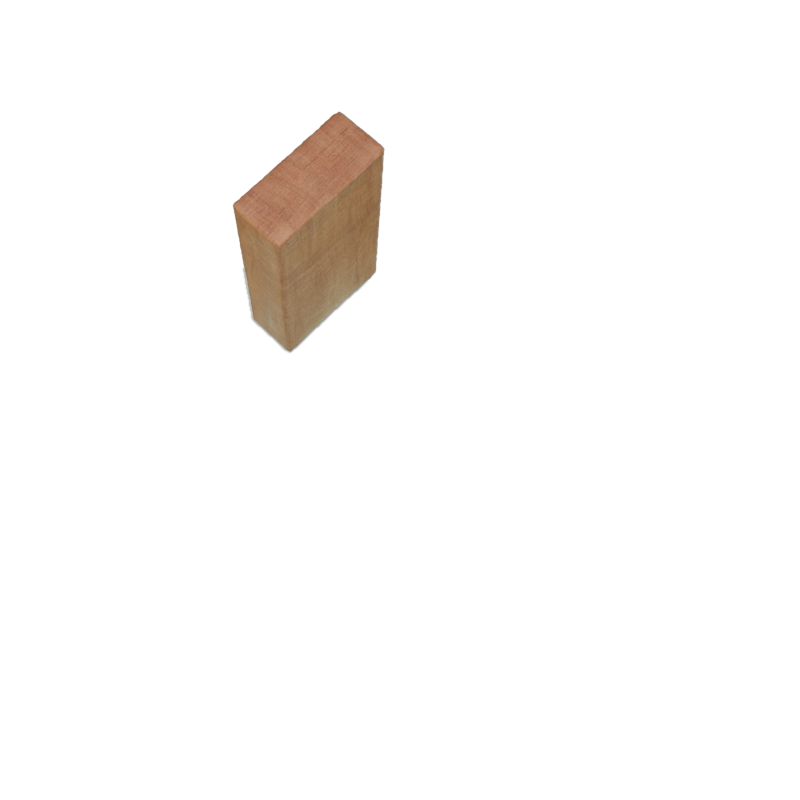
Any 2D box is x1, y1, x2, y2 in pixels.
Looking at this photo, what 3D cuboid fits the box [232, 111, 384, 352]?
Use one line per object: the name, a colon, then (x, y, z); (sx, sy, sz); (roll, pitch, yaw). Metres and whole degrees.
box: (-0.057, -0.103, 0.725); (0.050, 0.094, 0.168); (42, -16, 9)
